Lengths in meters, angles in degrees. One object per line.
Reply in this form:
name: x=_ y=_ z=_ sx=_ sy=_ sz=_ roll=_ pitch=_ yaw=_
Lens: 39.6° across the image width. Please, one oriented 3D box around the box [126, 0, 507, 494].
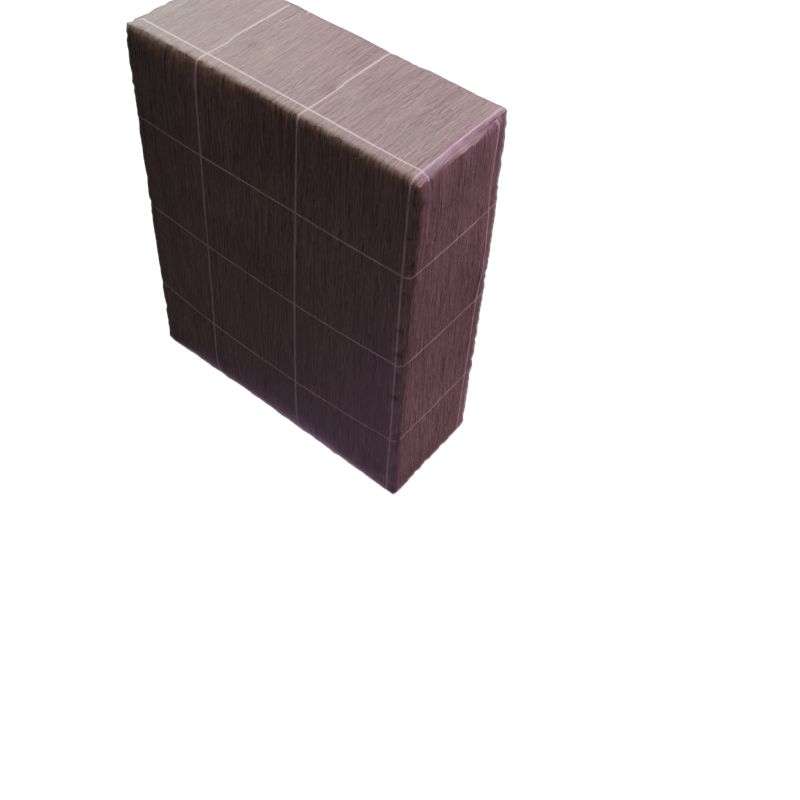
box: x=-0.042 y=-0.076 z=0.536 sx=0.174 sy=0.199 sz=0.073 roll=34 pitch=55 yaw=24
